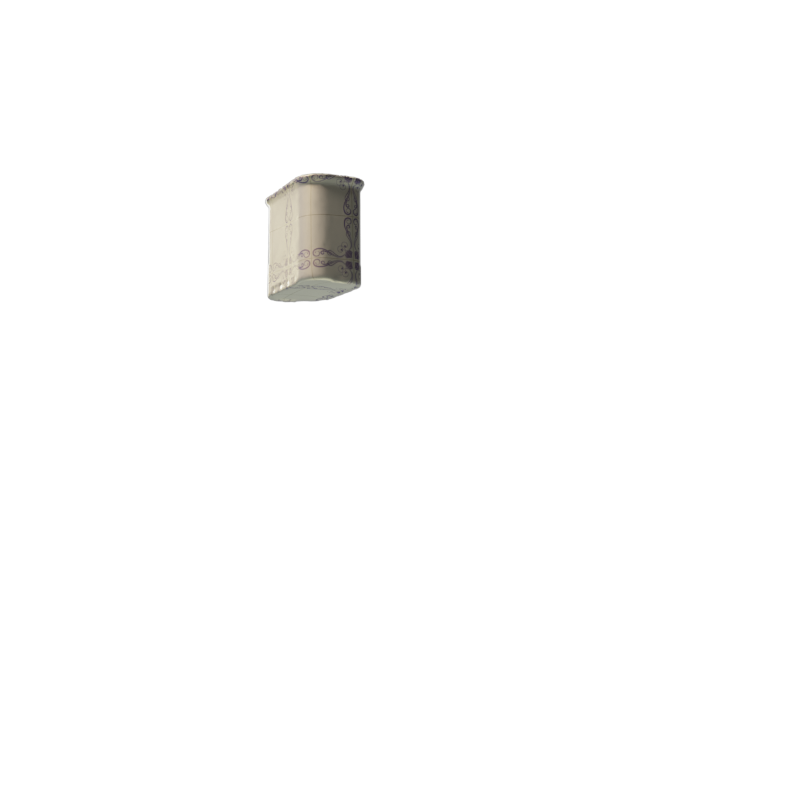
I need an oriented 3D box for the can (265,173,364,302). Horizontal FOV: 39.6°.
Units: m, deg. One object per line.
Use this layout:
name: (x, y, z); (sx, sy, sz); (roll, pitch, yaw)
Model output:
can: (-0.069, -0.126, 0.884); (0.056, 0.086, 0.103); (4, -9, -26)
